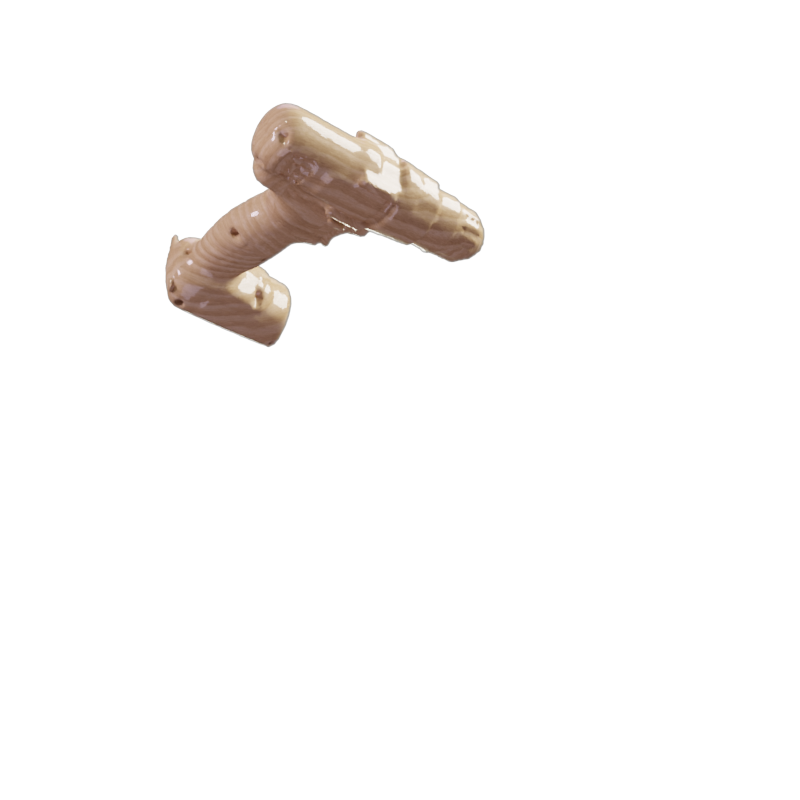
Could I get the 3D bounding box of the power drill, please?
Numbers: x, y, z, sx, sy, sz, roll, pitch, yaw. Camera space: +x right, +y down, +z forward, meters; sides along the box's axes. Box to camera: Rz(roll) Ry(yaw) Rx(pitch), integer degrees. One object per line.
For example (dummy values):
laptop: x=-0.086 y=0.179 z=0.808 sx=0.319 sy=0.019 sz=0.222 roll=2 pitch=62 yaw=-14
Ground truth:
power drill: x=-0.060 y=-0.110 z=0.772 sx=0.174 sy=0.062 sz=0.185 roll=27 pitch=-46 yaw=-30
